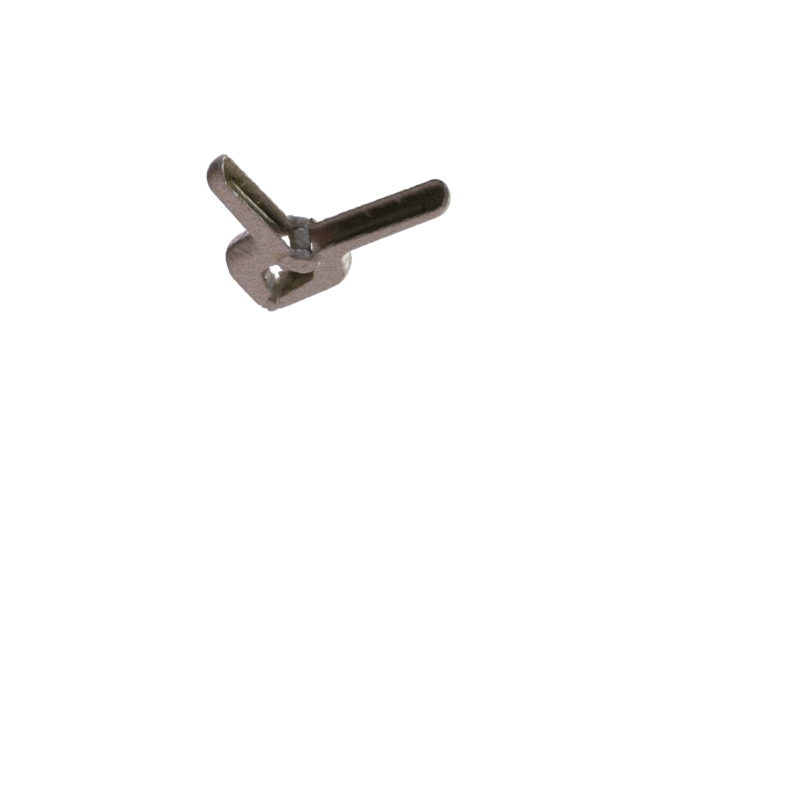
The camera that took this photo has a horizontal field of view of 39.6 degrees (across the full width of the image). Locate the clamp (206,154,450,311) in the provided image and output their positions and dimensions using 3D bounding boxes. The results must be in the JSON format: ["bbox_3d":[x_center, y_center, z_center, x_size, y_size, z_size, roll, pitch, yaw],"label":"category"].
[{"bbox_3d":[-0.063,-0.115,0.805,0.162,0.038,0.202,3,-19,-10],"label":"clamp"}]
